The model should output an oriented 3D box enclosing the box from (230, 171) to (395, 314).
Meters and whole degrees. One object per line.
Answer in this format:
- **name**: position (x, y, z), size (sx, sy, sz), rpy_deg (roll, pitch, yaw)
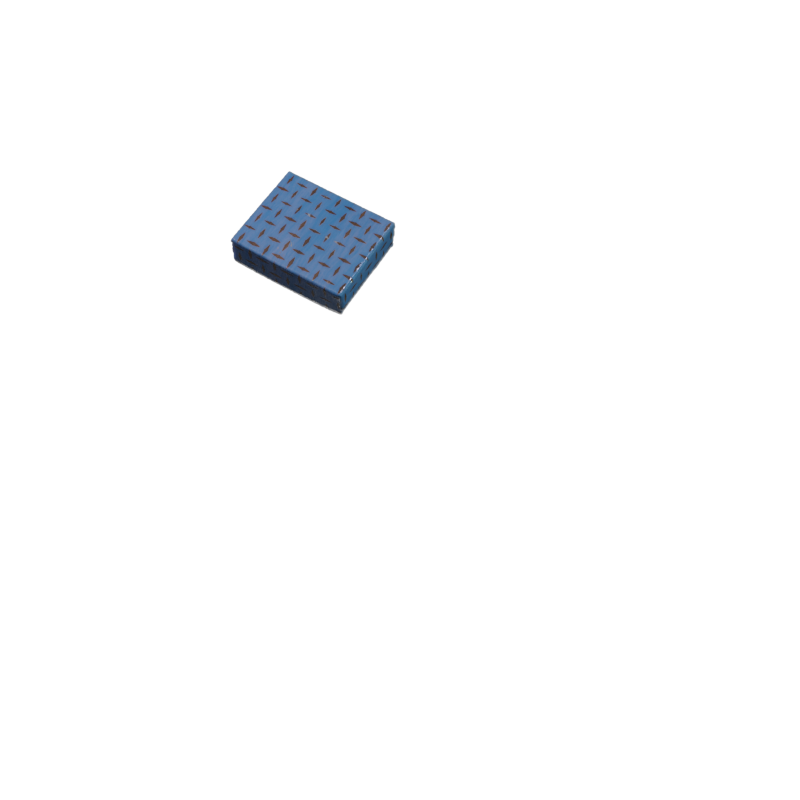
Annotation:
- **box**: position (-0.075, -0.136, 0.953), size (0.118, 0.092, 0.036), rpy_deg (28, -28, 16)
